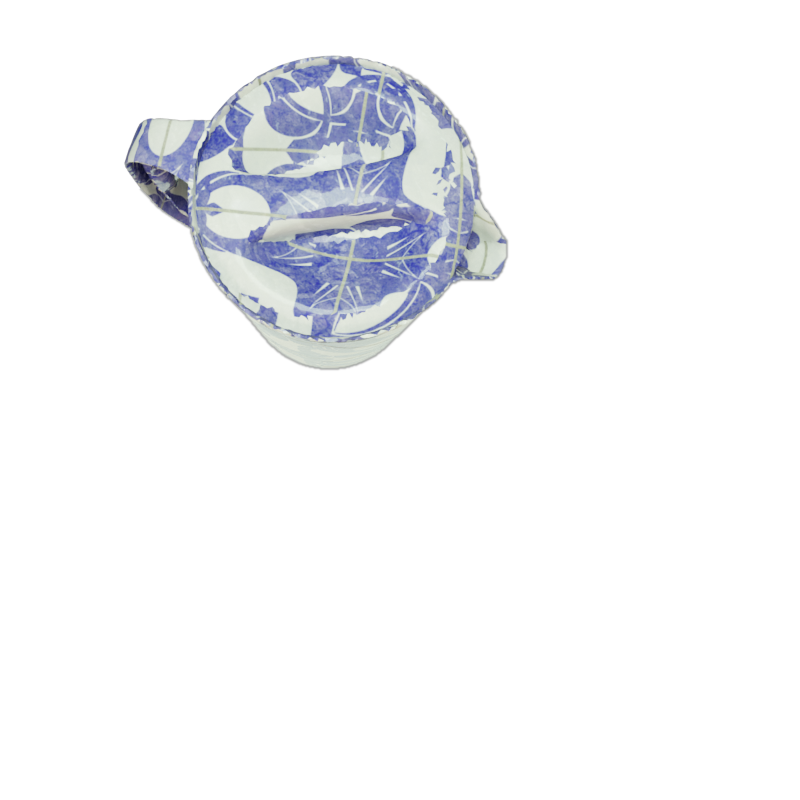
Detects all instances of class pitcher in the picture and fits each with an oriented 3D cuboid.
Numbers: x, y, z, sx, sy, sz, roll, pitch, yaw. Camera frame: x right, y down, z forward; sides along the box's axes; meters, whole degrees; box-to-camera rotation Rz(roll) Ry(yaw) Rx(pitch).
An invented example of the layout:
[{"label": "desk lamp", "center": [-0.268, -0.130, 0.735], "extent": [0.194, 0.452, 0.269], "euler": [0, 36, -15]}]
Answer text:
[{"label": "pitcher", "center": [-0.048, -0.087, 0.609], "extent": [0.145, 0.153, 0.238], "euler": [-27, -5, -6]}]
